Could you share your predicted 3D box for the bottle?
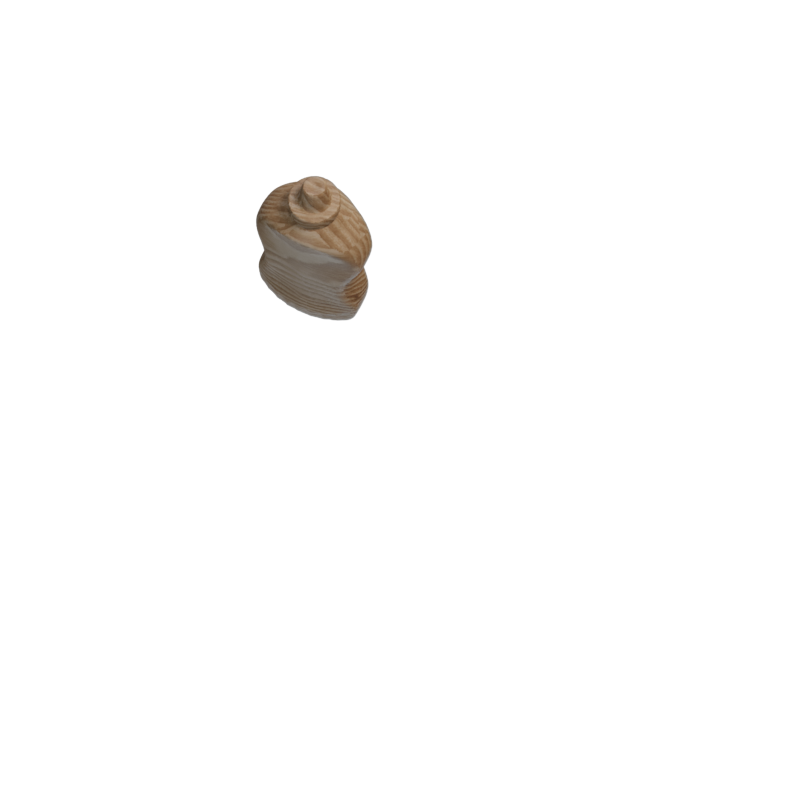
[{"bbox_3d":[-0.071,-0.130,0.909,0.098,0.060,0.183,28,-18,6],"label":"bottle"}]
